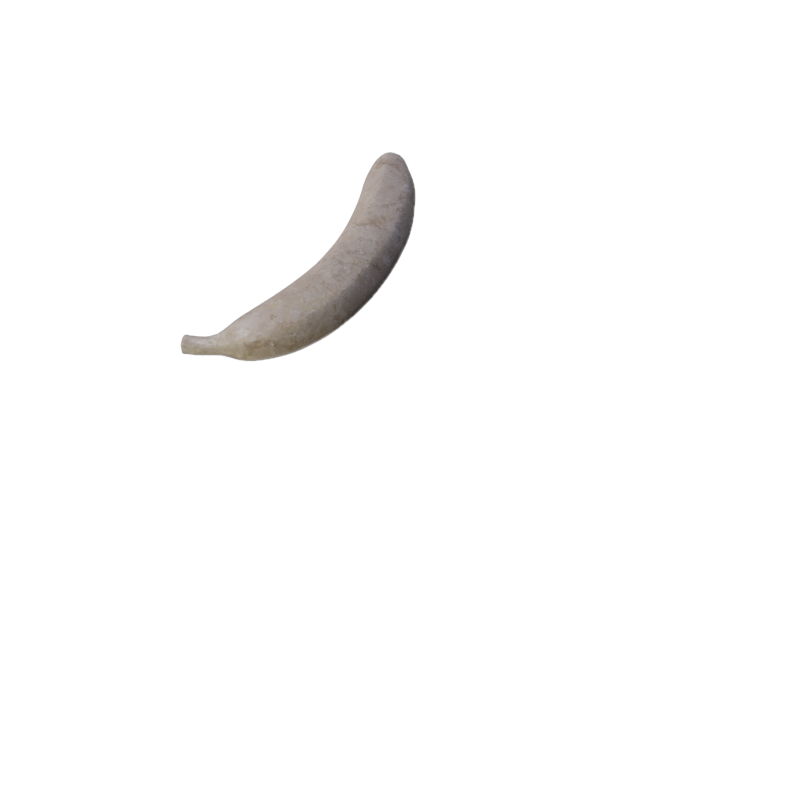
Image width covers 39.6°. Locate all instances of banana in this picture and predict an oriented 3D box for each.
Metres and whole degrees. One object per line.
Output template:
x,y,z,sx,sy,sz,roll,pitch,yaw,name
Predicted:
-0.039,-0.082,0.652,0.073,0.034,0.201,30,57,22,banana
